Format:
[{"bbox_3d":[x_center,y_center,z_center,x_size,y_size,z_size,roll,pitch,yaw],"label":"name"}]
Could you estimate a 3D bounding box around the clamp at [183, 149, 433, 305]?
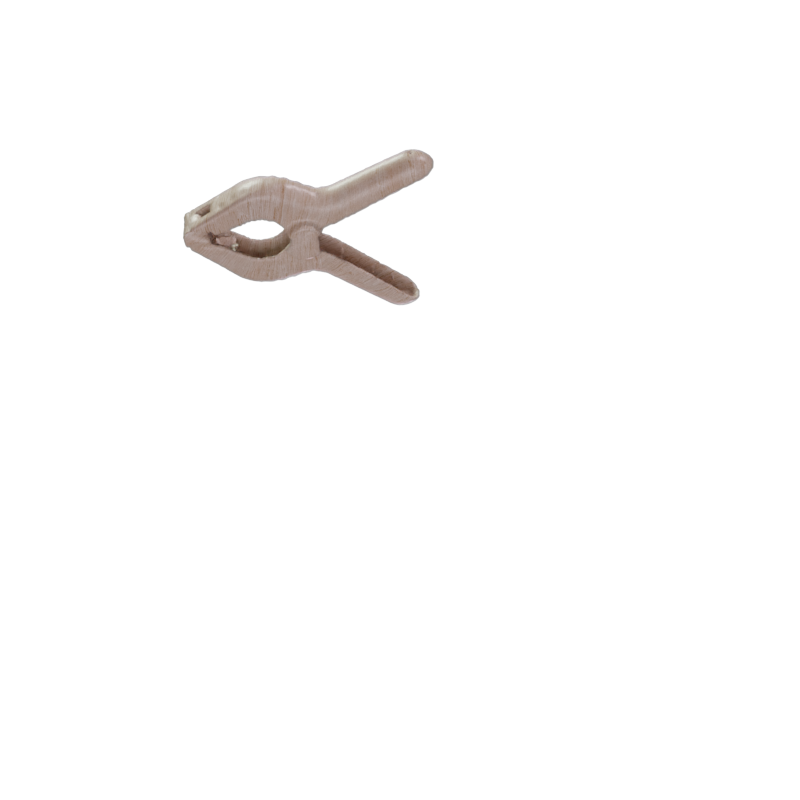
[{"bbox_3d":[-0.059,-0.108,0.758,0.172,0.113,0.042,-5,30,3],"label":"clamp"}]
